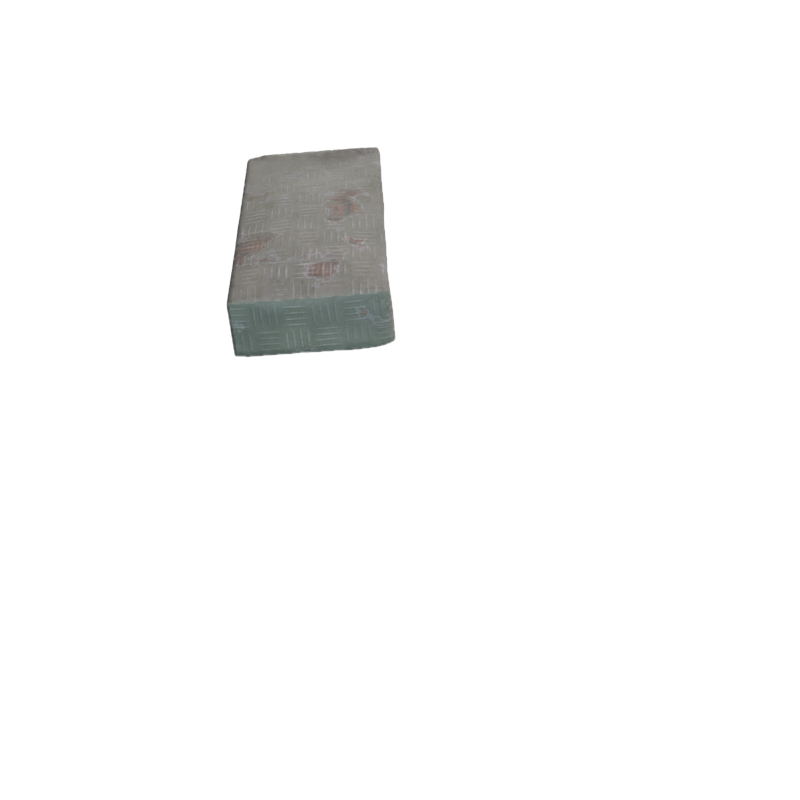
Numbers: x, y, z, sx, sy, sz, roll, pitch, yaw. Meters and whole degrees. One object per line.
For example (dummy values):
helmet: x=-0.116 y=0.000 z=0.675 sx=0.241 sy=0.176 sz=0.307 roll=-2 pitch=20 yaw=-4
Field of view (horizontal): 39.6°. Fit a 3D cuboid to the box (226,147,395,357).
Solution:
box: x=-0.054 y=-0.099 z=0.691 sx=0.093 sy=0.045 sz=0.189 roll=-5 pitch=39 yaw=1
